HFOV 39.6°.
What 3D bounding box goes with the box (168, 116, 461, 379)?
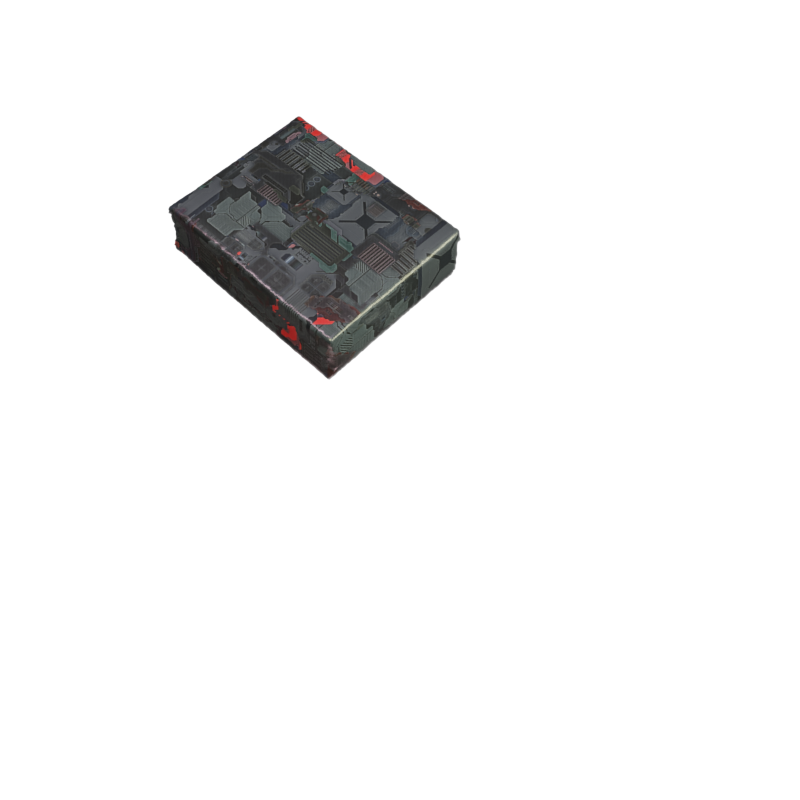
[{"bbox_3d":[-0.042,-0.077,0.540,0.120,0.036,0.091,37,61,25],"label":"box"}]
